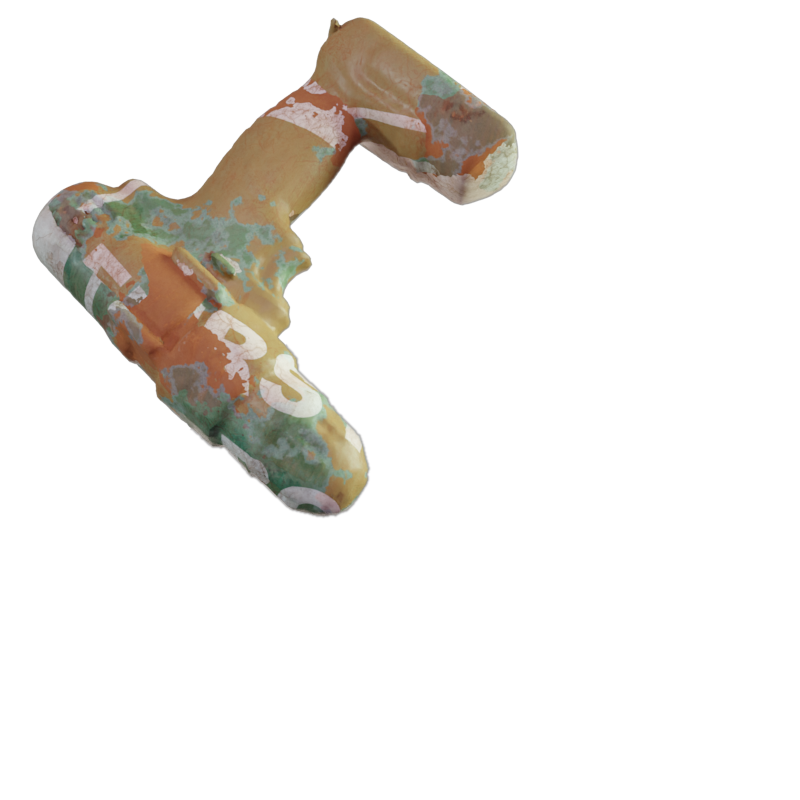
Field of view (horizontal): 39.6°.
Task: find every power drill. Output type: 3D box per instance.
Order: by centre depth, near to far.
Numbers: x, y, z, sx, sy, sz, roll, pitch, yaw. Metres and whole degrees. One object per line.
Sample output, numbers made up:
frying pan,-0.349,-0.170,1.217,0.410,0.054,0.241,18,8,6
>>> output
power drill,-0.037,-0.068,0.477,0.193,0.190,0.054,41,-20,18
